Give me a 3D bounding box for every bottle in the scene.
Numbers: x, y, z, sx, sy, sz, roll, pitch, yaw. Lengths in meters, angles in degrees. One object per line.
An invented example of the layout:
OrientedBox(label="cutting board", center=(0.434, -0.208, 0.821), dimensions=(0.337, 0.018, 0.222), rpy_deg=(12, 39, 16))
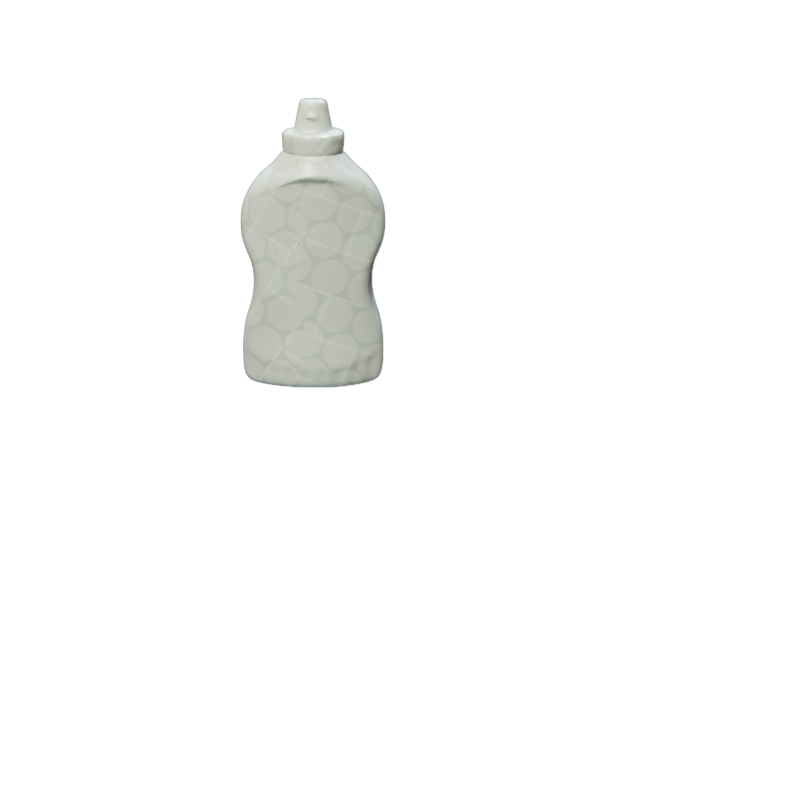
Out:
OrientedBox(label="bottle", center=(-0.058, -0.106, 0.743), dimensions=(0.096, 0.184, 0.061), rpy_deg=(1, 17, 1))
